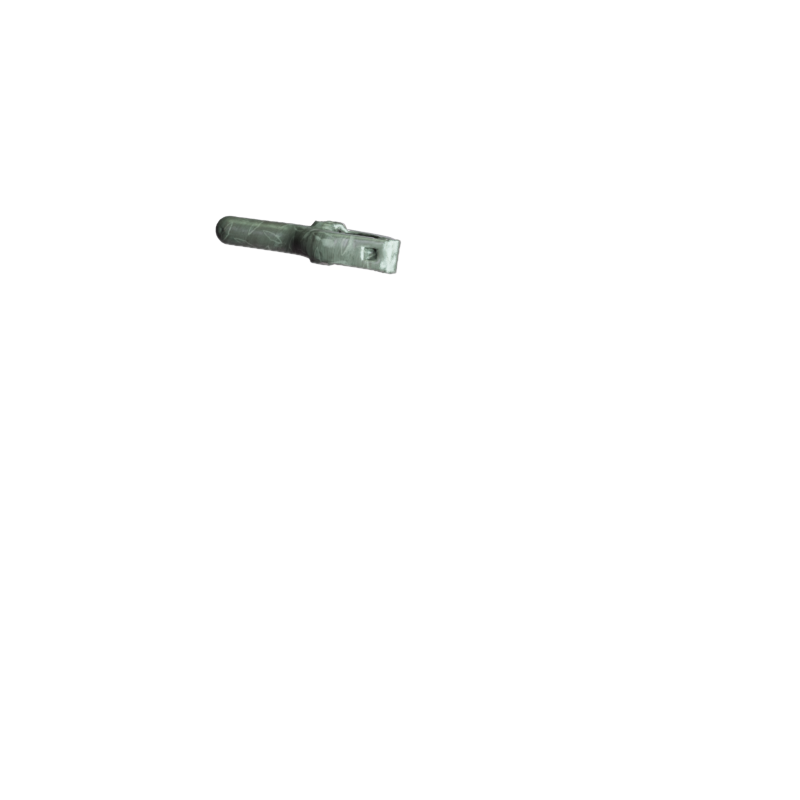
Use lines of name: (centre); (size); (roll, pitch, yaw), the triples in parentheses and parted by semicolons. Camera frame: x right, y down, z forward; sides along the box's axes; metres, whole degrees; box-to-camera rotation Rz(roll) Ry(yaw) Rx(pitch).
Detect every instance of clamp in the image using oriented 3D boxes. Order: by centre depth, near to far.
clamp: (-0.072, -0.131, 0.919); (0.117, 0.038, 0.180); (-8, 15, -32)
